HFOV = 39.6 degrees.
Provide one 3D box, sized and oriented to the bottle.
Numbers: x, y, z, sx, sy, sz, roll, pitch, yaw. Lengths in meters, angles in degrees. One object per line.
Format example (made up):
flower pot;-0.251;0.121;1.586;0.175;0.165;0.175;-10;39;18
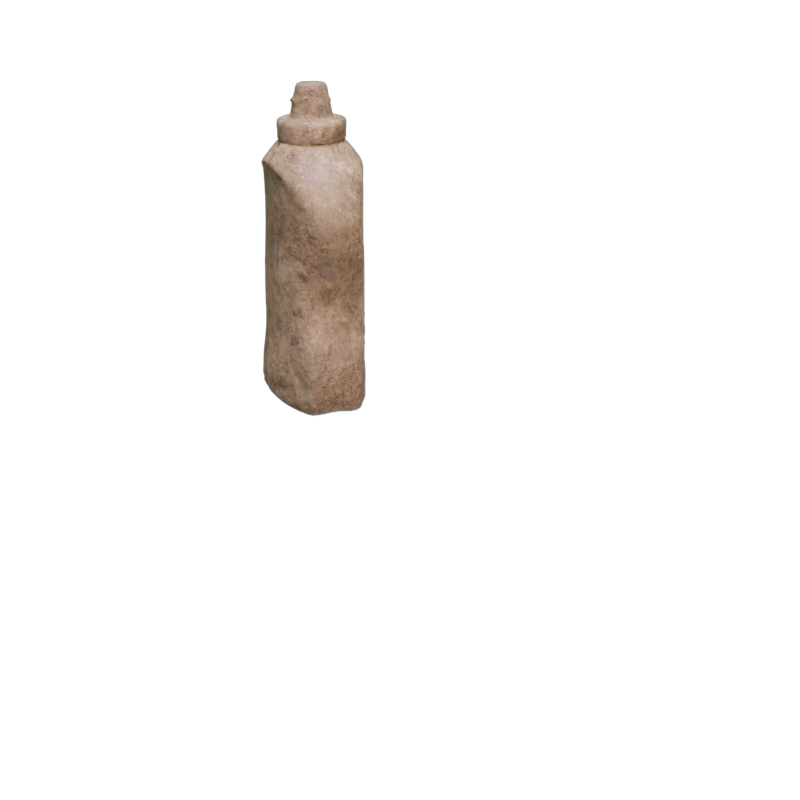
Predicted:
bottle;-0.053;-0.095;0.667;0.057;0.184;0.102;-5;19;-19
